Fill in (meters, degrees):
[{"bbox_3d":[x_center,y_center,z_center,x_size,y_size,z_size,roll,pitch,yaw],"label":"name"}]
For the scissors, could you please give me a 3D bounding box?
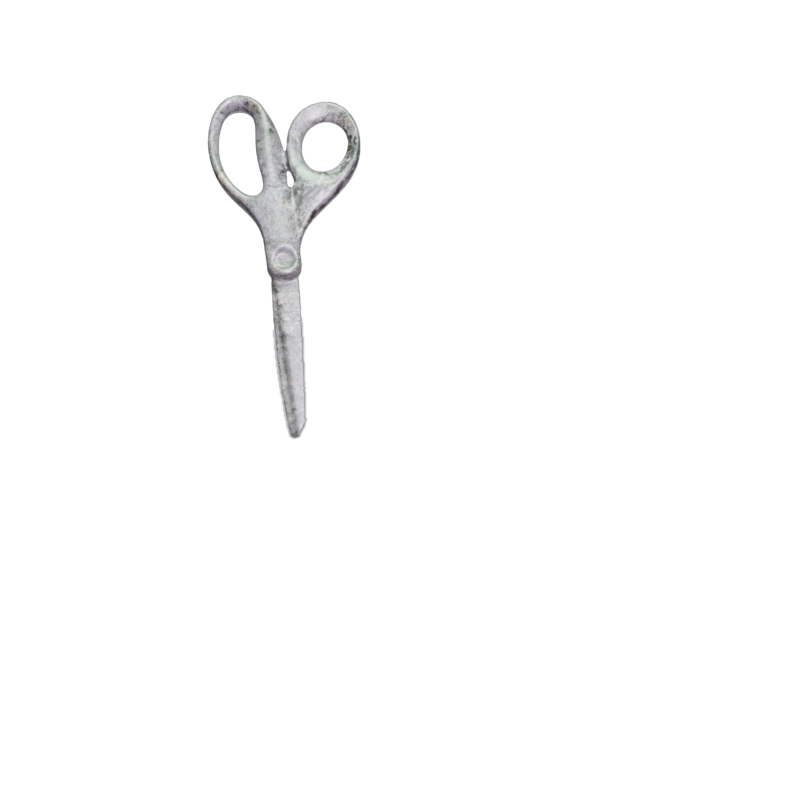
[{"bbox_3d":[-0.048,-0.088,0.614,0.096,0.213,0.015,-19,-21,-8],"label":"scissors"}]
